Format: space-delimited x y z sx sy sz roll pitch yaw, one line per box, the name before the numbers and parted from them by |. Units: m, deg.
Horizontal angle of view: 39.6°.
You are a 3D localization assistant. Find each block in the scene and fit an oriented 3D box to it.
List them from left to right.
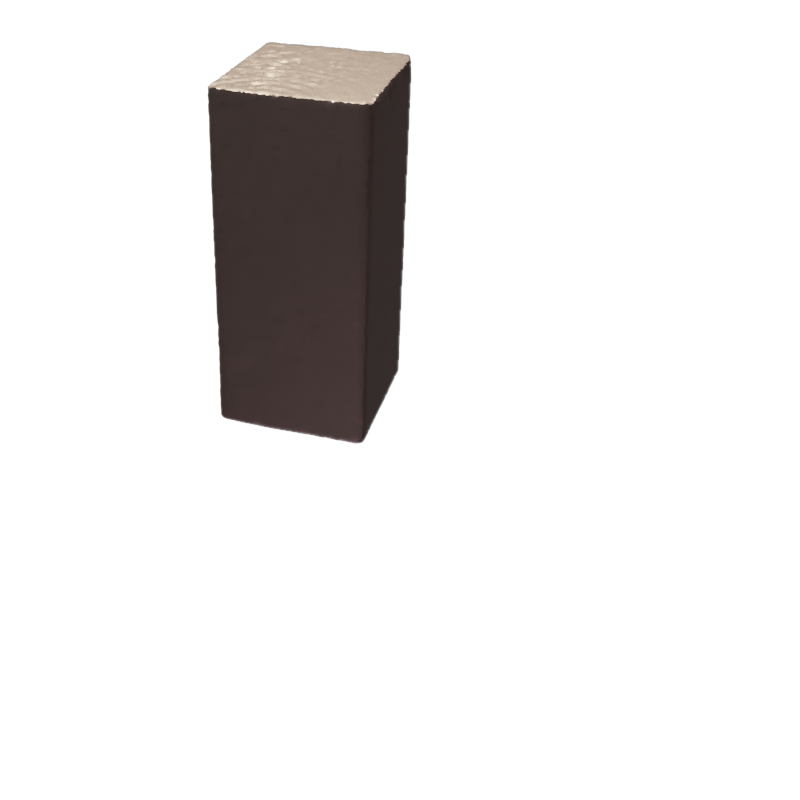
block | -0.049 -0.091 0.639 0.092 0.195 0.094 9 29 14
